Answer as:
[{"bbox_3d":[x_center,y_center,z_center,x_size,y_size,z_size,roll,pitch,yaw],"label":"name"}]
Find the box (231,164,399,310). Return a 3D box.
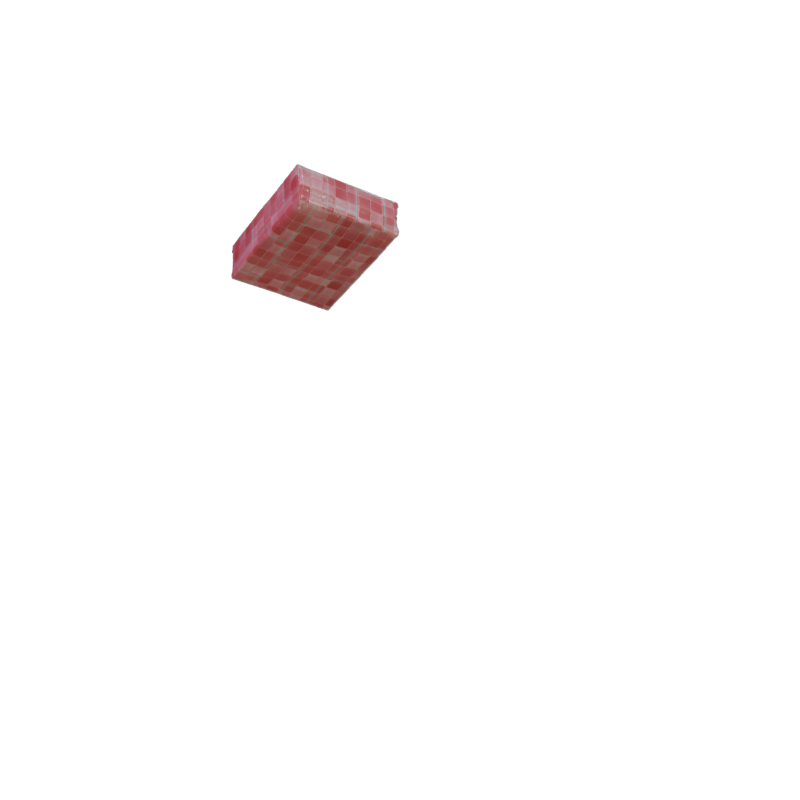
[{"bbox_3d":[-0.067,-0.123,0.858,0.086,0.042,0.111,18,-38,-26],"label":"box"}]
